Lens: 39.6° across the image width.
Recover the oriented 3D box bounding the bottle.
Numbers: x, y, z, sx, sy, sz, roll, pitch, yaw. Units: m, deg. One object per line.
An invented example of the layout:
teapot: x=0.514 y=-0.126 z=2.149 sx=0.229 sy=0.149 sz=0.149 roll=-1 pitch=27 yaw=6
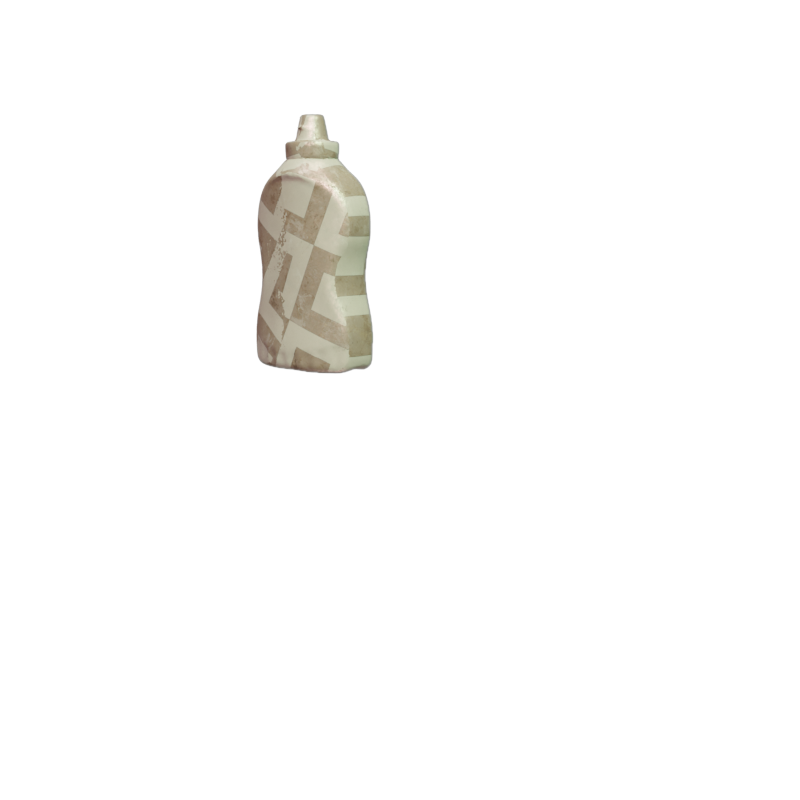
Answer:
bottle: x=-0.066 y=-0.120 z=0.841 sx=0.100 sy=0.191 sz=0.056 roll=3 pitch=4 yaw=42
